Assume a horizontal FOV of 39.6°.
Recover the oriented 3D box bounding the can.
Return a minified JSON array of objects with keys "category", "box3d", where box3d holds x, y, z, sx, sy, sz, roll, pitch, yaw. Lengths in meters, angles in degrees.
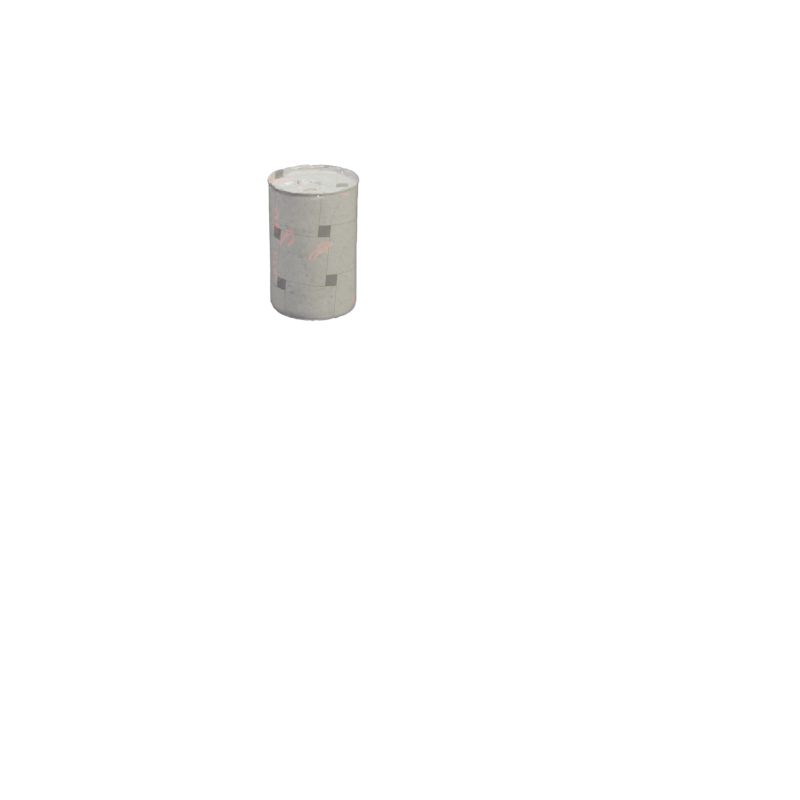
[{"category":"can","box3d":[-0.065,-0.119,0.837,0.068,0.097,0.072,0,24,-2]}]
